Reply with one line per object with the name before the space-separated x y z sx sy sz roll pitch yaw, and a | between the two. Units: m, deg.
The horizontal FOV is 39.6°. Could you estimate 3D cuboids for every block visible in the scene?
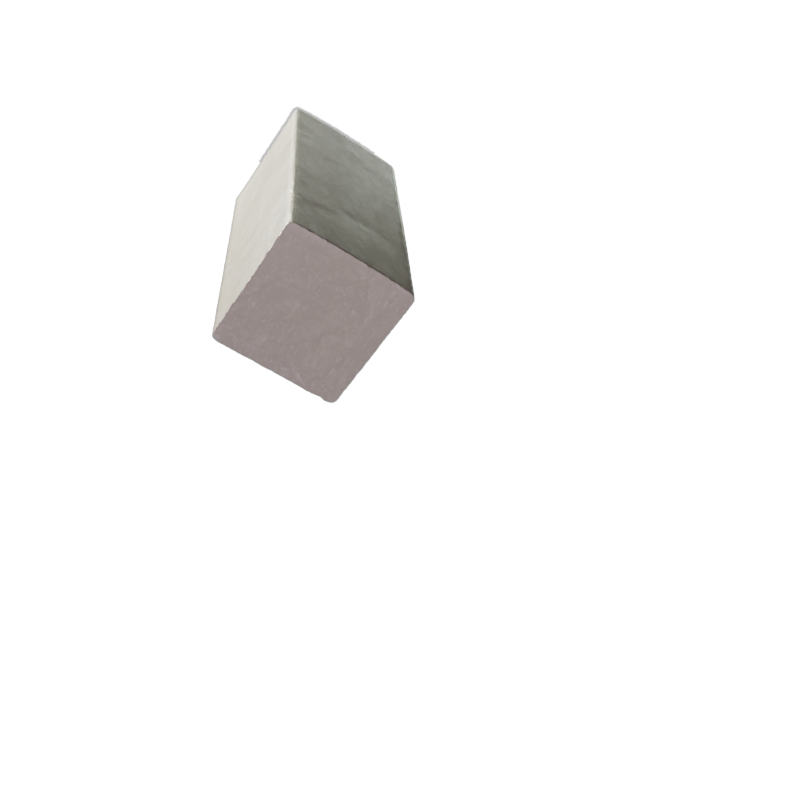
block | -0.057 -0.105 0.735 0.087 0.089 0.219 29 24 -19
